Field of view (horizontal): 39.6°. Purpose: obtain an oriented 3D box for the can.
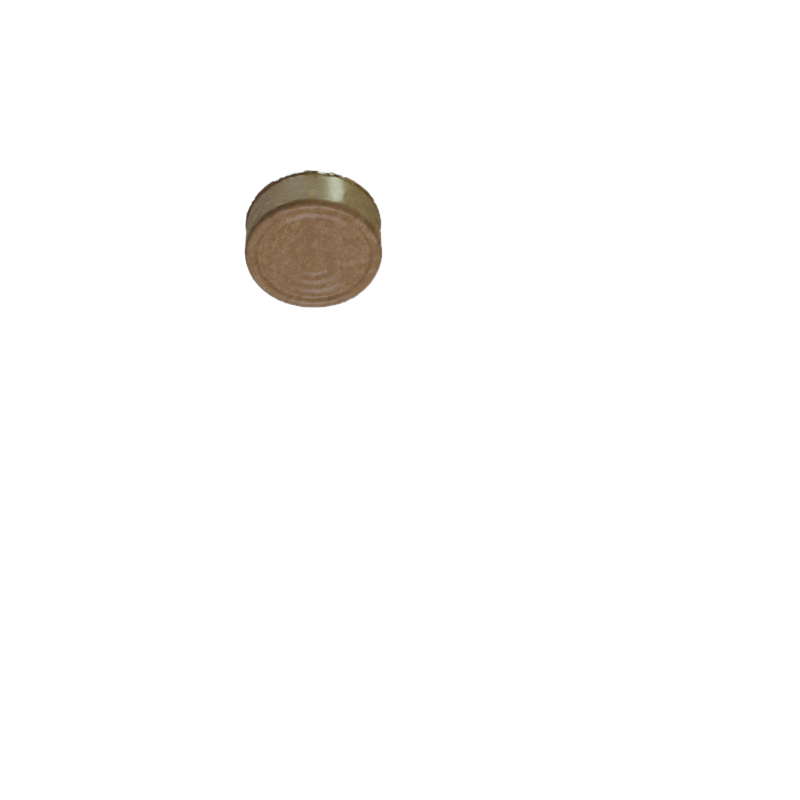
[{"bbox_3d":[-0.054,-0.098,0.688,0.086,0.080,0.036,1,43,-1],"label":"can"}]
